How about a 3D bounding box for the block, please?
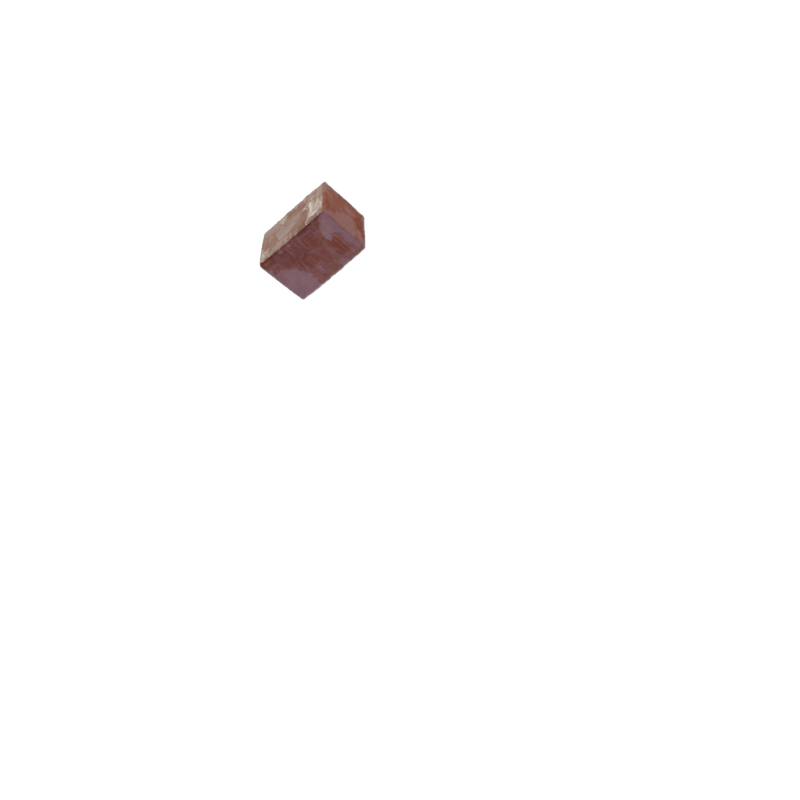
[{"bbox_3d":[-0.074,-0.135,0.948,0.077,0.050,0.055,-37,29,22],"label":"block"}]
